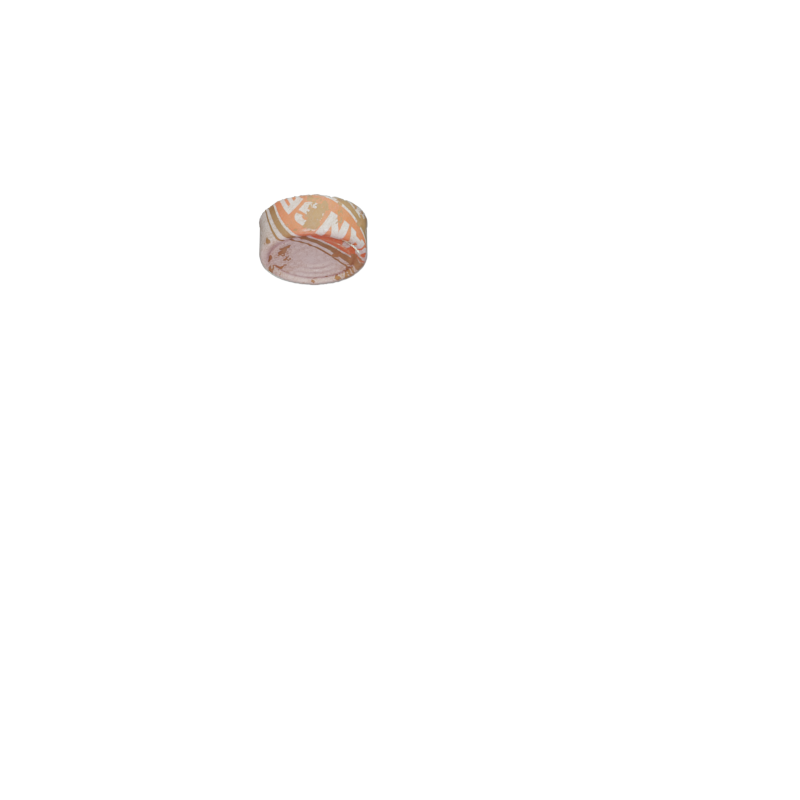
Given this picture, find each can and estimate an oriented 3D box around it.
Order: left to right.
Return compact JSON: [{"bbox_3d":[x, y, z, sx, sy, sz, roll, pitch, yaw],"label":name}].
[{"bbox_3d":[-0.068,-0.124,0.866,0.086,0.036,0.081,1,-25,-2],"label":"can"}]
